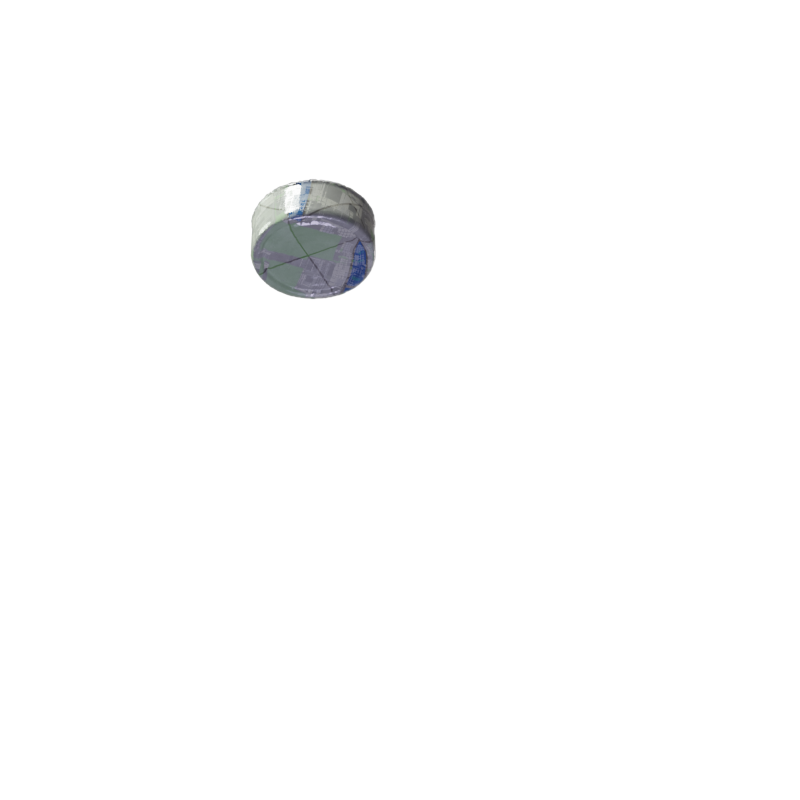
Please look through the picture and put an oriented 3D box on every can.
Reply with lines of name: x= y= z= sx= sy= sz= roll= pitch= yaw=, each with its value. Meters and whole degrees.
can: x=-0.059 y=-0.108 z=0.756 sx=0.086 sy=0.036 sz=0.080 roll=1 pitch=-40 yaw=-2
